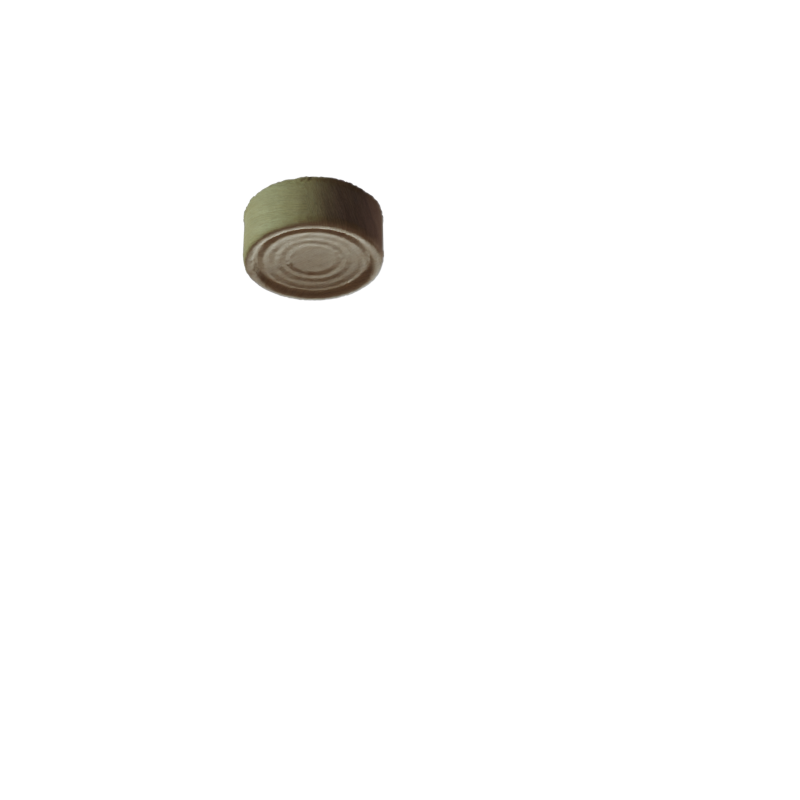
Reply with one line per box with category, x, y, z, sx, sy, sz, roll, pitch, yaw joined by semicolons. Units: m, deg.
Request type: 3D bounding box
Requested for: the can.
can;-0.052;-0.096;0.669;0.086;0.036;0.081;1;-30;-2
